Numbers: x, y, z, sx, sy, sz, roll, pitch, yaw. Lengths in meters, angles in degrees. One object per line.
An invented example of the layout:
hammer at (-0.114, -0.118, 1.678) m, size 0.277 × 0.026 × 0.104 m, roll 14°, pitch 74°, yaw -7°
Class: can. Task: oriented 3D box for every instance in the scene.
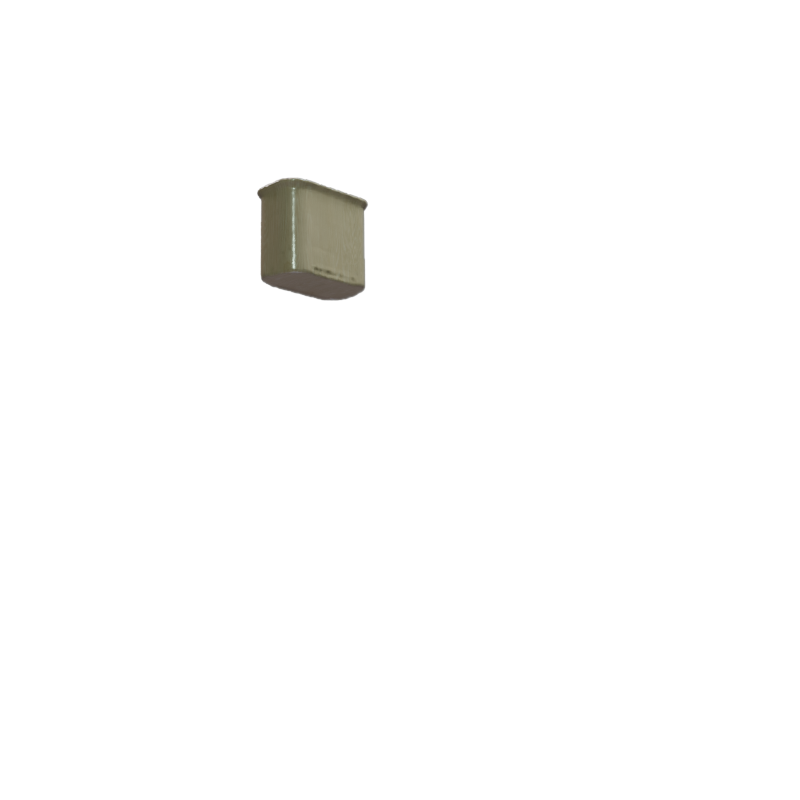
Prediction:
can at (-0.076, -0.139, 0.971) m, size 0.096 × 0.087 × 0.058 m, roll 13°, pitch -21°, yaw -43°
